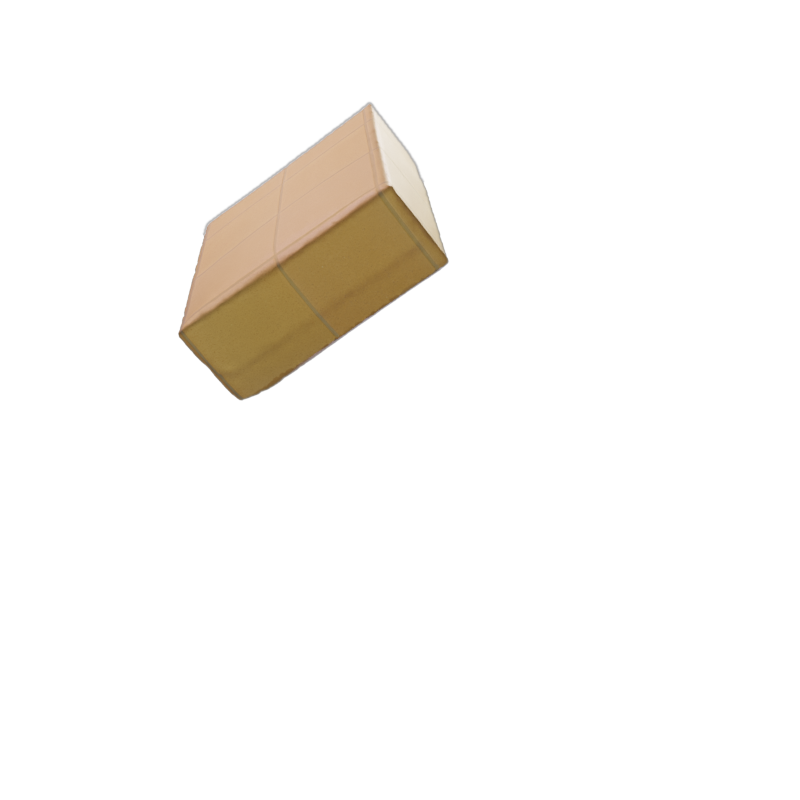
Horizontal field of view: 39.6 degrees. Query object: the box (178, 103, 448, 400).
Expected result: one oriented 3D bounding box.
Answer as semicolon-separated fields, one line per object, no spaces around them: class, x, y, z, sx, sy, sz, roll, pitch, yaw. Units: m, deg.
box;-0.060;-0.110;0.771;0.163;0.068;0.225;-34;24;12
